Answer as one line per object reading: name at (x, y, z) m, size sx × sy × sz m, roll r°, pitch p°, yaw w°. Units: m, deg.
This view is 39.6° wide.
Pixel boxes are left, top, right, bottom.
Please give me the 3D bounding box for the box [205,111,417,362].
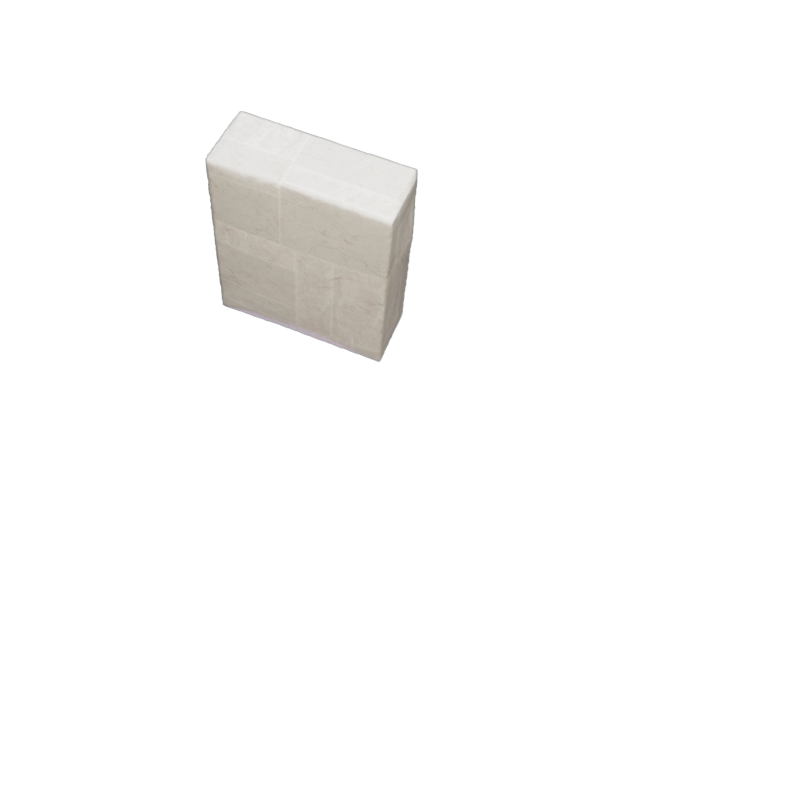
box at (-0.076, -0.138, 0.969) m, size 0.168 × 0.075 × 0.200 m, roll 22°, pitch -31°, yaw 11°
